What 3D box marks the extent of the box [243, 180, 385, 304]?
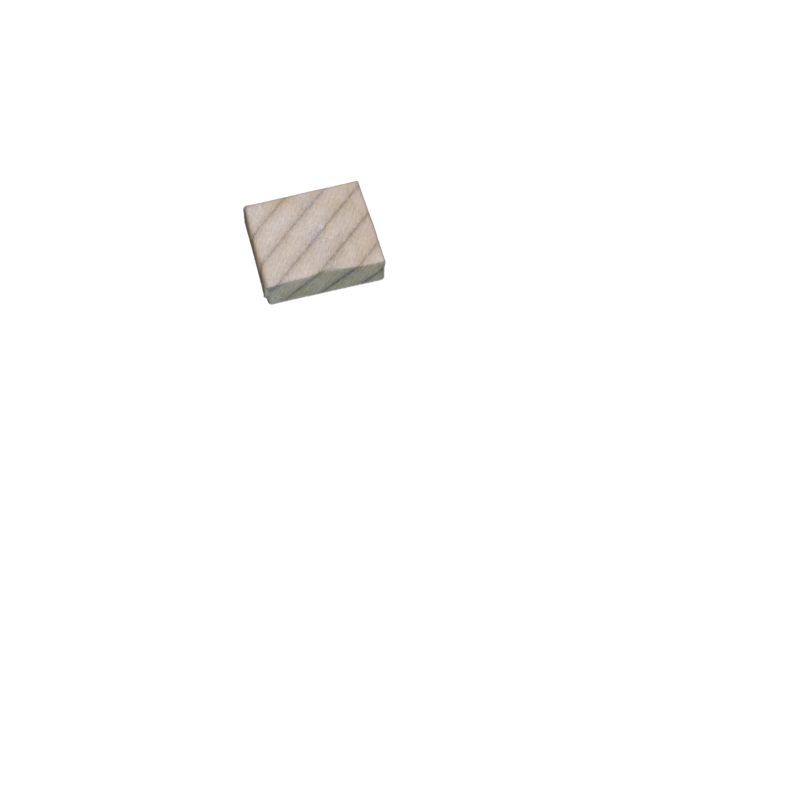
[{"bbox_3d":[-0.063,-0.115,0.803,0.089,0.078,0.028,-13,-29,-8],"label":"box"}]
